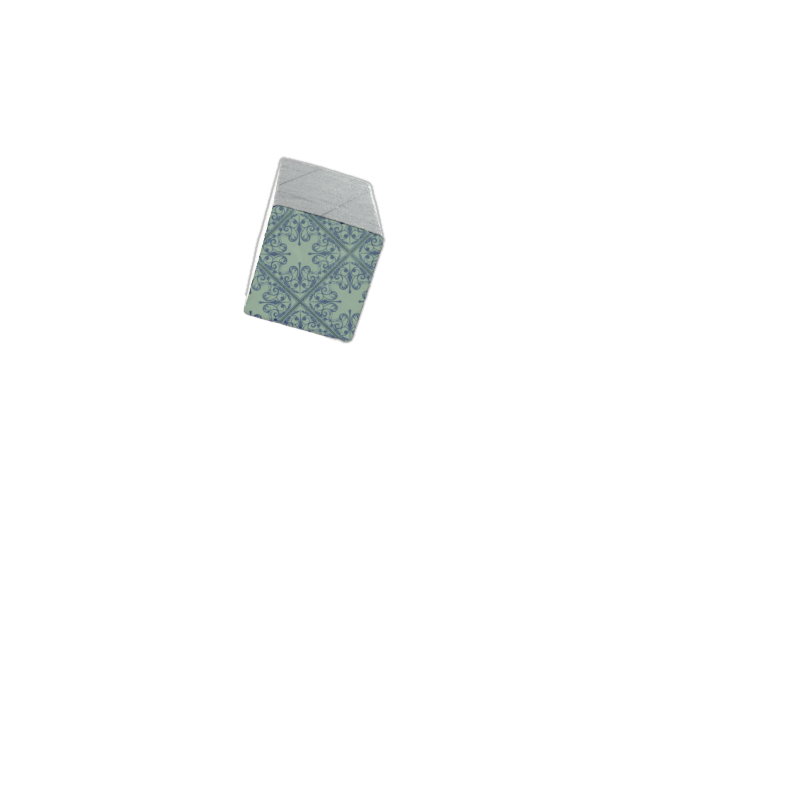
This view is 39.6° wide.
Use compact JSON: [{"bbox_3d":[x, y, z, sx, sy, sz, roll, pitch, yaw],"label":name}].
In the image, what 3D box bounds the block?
[{"bbox_3d":[-0.073,-0.134,0.935,0.089,0.088,0.215,15,19,-9],"label":"block"}]
